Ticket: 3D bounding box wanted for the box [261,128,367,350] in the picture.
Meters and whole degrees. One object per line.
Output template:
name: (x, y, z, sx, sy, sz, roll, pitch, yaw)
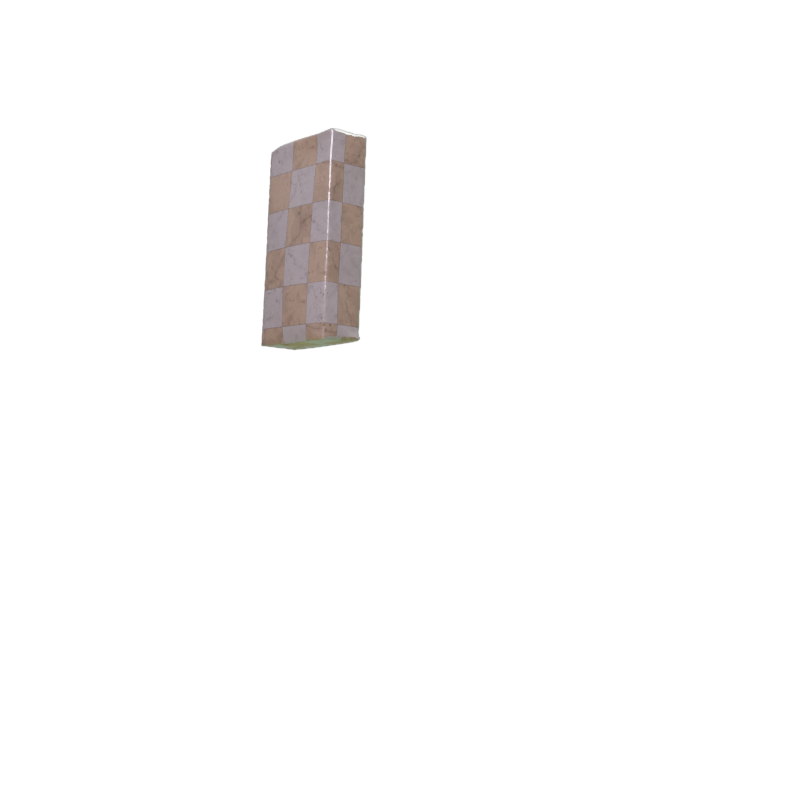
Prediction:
box: (-0.074, -0.134, 0.939, 0.046, 0.181, 0.095, 7, -12, -39)
